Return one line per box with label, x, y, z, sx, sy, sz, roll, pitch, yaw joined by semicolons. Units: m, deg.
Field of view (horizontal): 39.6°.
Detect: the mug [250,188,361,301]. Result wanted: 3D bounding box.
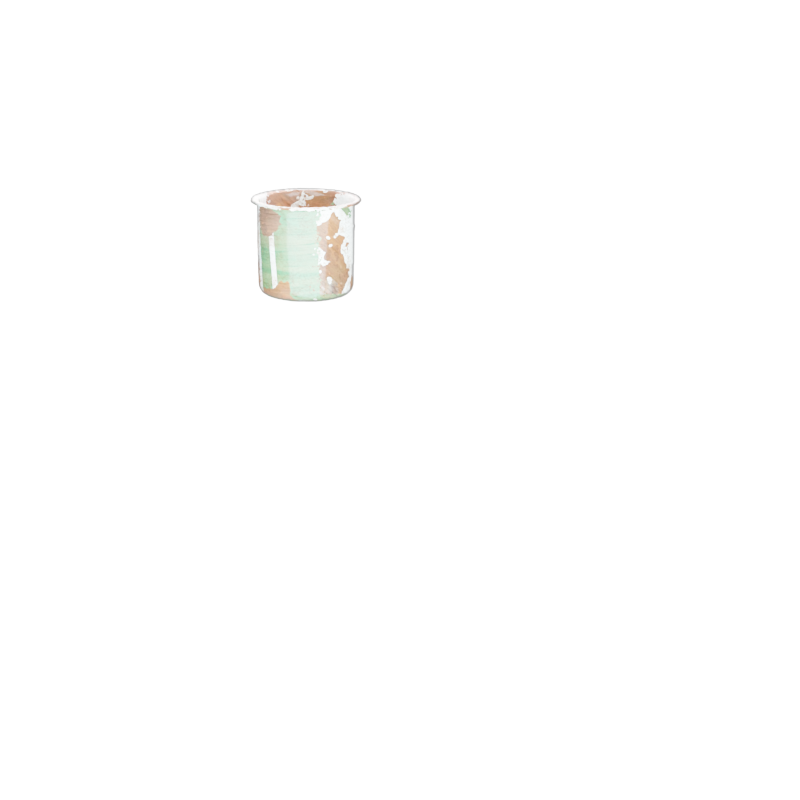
mug;-0.075;-0.136;0.952;0.097;0.079;0.117;10;20;27
